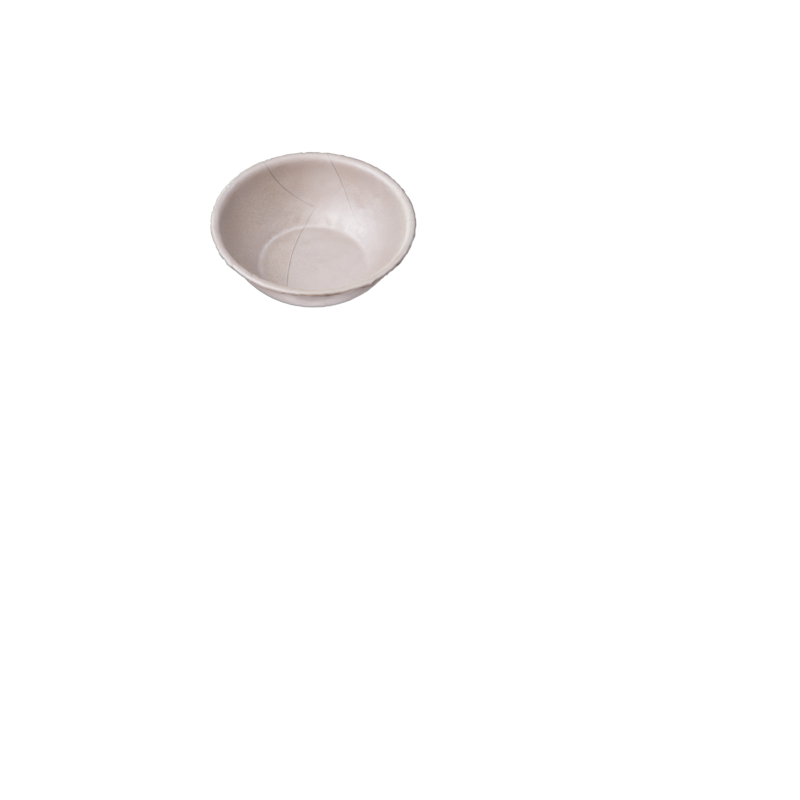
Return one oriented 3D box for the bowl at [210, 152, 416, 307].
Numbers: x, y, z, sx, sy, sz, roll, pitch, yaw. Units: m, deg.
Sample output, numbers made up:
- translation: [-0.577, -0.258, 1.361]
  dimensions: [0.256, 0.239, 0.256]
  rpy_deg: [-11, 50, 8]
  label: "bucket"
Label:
- translation: [-0.070, -0.127, 0.888]
  dimensions: [0.162, 0.174, 0.051]
  rpy_deg: [-1, -40, -1]
  label: "bowl"
